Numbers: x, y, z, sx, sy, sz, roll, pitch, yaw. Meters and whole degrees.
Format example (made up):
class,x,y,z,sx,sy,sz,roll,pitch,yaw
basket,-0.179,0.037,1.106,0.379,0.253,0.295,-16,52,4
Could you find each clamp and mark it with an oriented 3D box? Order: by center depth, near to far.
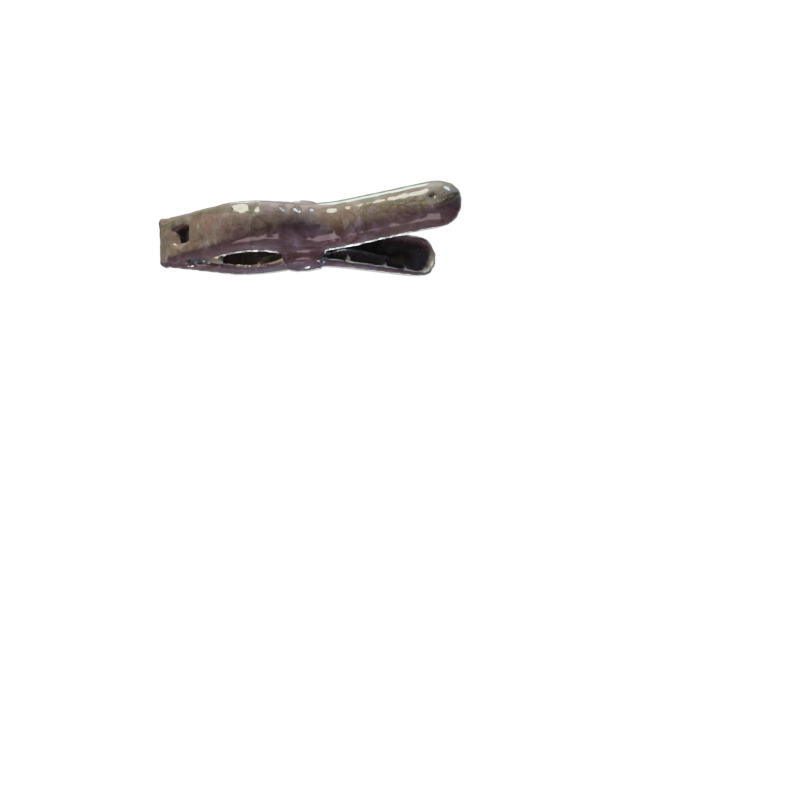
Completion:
class,x,y,z,sx,sy,sz,roll,pitch,yaw
clamp,-0.050,-0.092,0.645,0.173,0.041,0.114,-2,-16,6
